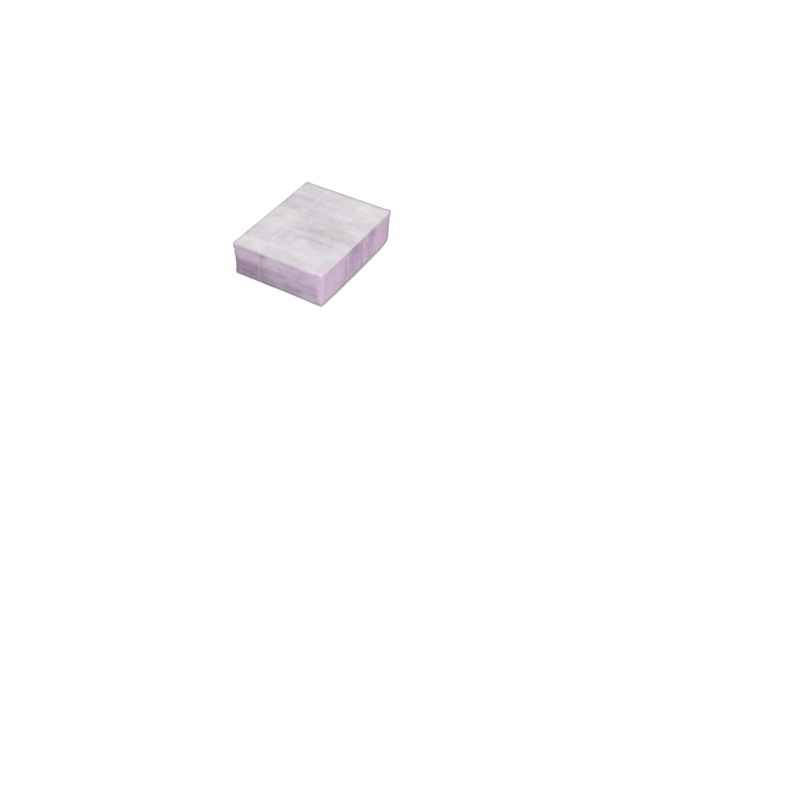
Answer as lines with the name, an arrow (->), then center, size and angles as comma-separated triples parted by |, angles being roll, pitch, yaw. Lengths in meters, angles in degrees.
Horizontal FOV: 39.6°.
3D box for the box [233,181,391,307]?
box -> -0.074, -0.135, 0.949 | 0.094, 0.036, 0.116 | 22, 44, 24
